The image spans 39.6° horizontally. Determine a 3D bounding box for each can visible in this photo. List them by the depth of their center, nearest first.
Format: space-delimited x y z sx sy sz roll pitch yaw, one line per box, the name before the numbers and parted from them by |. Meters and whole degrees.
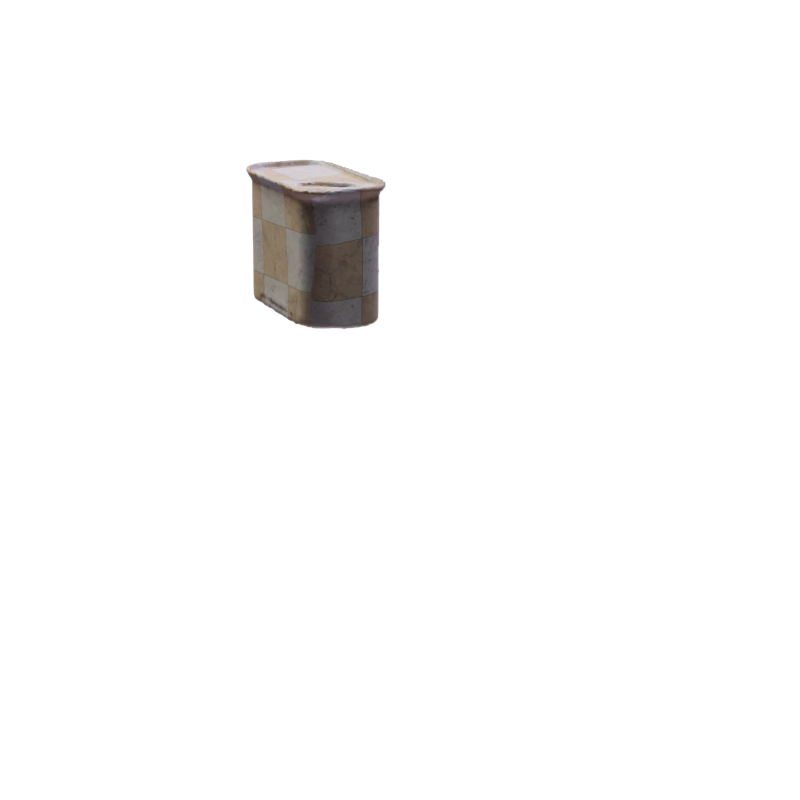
can | -0.052 -0.096 0.670 0.056 0.081 0.108 -8 20 -27
